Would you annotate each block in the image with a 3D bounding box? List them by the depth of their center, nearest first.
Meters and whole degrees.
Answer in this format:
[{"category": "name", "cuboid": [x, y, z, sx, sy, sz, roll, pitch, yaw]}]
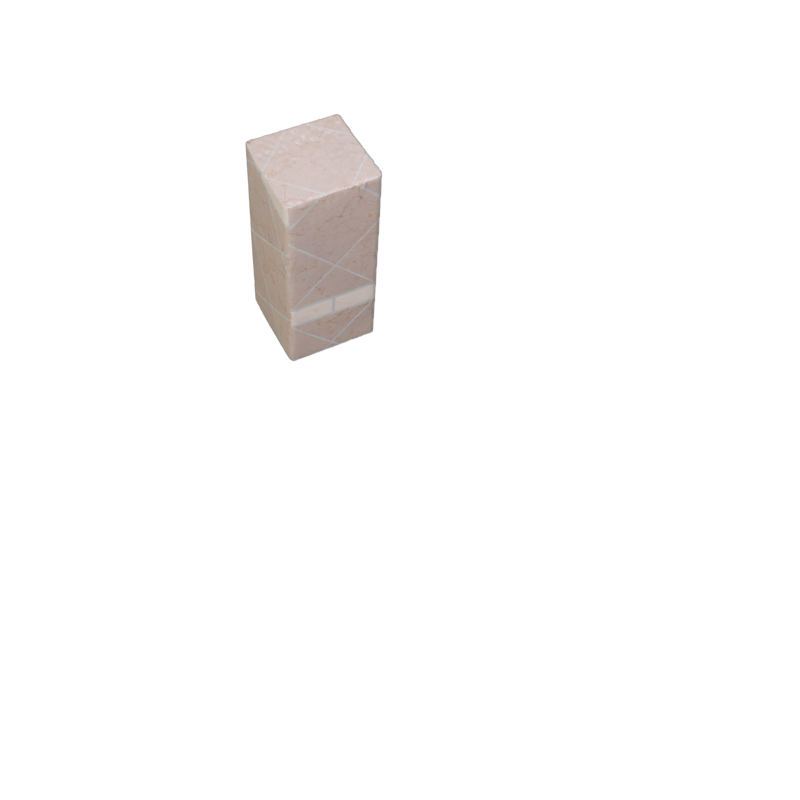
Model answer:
[{"category": "block", "cuboid": [-0.078, -0.141, 0.995, 0.090, 0.097, 0.192, -20, -35, -18]}]
